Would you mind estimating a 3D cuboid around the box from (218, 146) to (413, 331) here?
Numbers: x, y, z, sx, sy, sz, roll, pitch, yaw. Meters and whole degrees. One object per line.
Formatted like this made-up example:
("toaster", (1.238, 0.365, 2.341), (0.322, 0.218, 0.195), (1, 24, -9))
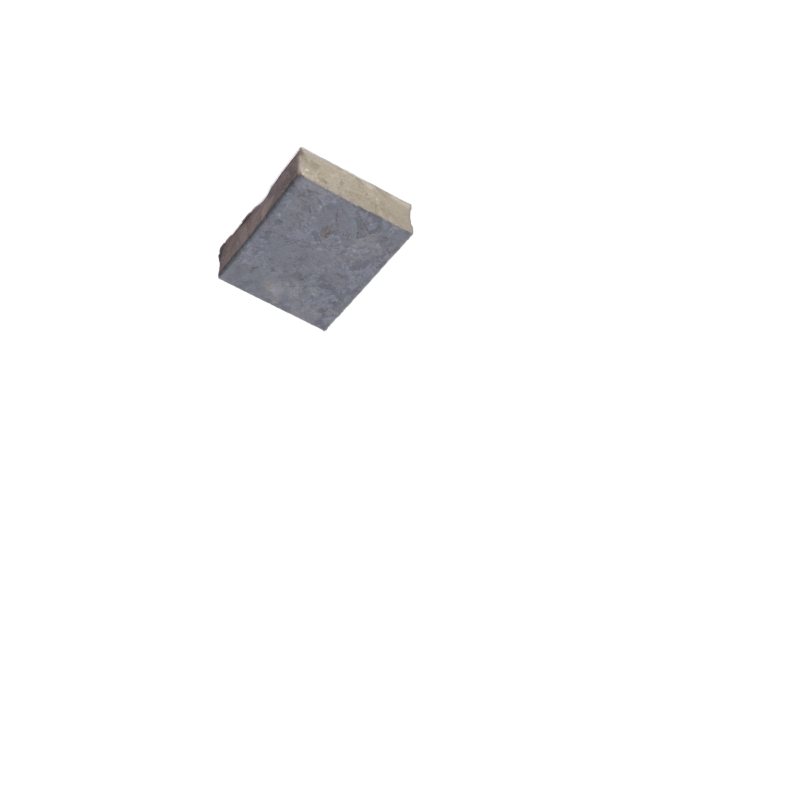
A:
("box", (-0.048, -0.087, 0.611), (0.070, 0.032, 0.087), (27, -52, -24))
